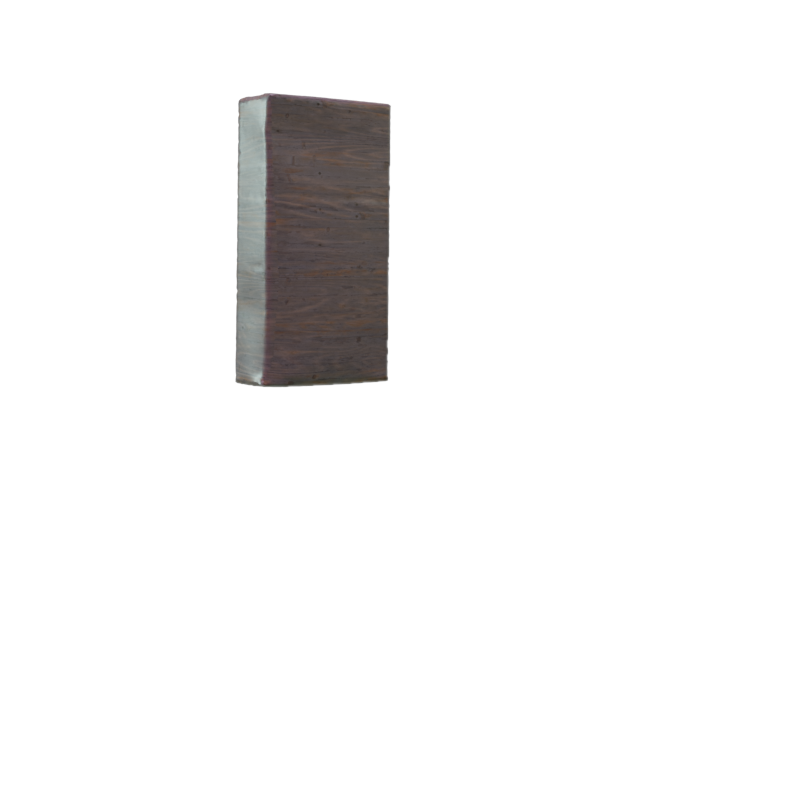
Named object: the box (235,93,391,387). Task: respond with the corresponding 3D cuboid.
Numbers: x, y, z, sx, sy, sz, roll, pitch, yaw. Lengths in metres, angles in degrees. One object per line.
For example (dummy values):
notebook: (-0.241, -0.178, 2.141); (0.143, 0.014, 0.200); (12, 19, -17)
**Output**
box: (-0.054, -0.099, 0.690); (0.090, 0.177, 0.050); (0, -1, -35)
